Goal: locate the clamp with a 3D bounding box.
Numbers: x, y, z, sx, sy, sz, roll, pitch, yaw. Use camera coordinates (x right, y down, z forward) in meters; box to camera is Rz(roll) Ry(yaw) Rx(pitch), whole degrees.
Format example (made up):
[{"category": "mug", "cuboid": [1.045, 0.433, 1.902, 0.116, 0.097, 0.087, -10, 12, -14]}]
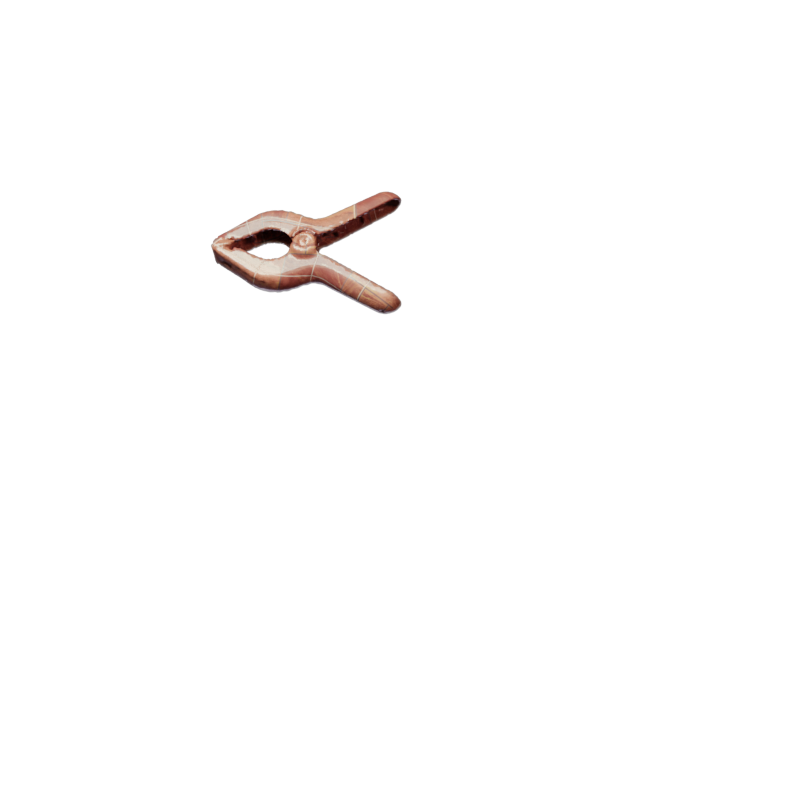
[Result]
[{"category": "clamp", "cuboid": [-0.076, -0.139, 0.976, 0.173, 0.127, 0.037, 9, -35, 6]}]
